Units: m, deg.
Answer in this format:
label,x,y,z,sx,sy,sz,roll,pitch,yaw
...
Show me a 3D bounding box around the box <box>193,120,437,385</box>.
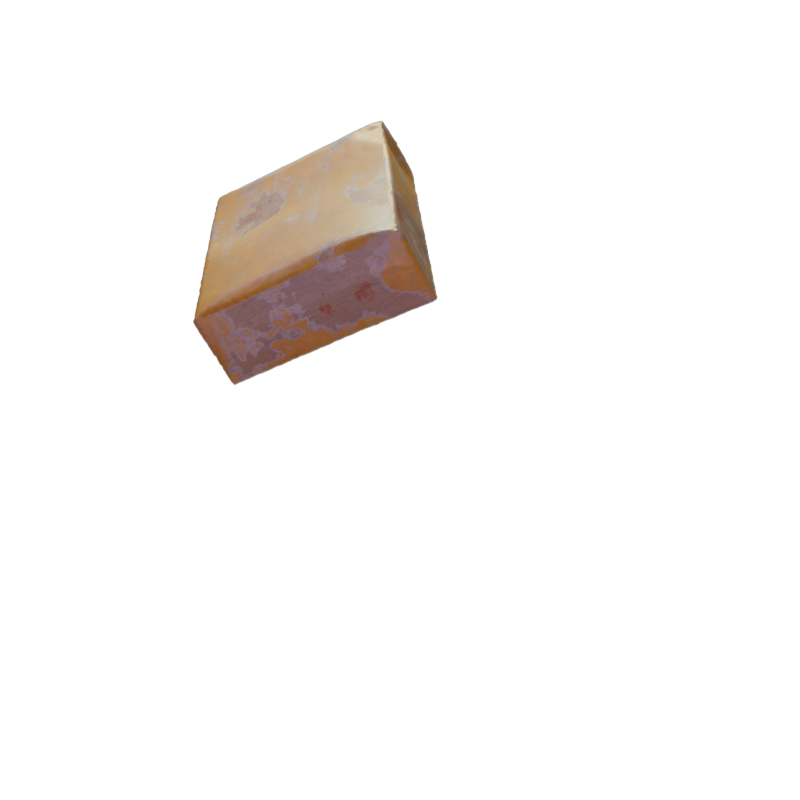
label,x,y,z,sx,sy,sz,roll,pitch,yaw
box,-0.068,-0.124,0.865,0.164,0.067,0.228,-23,32,11
